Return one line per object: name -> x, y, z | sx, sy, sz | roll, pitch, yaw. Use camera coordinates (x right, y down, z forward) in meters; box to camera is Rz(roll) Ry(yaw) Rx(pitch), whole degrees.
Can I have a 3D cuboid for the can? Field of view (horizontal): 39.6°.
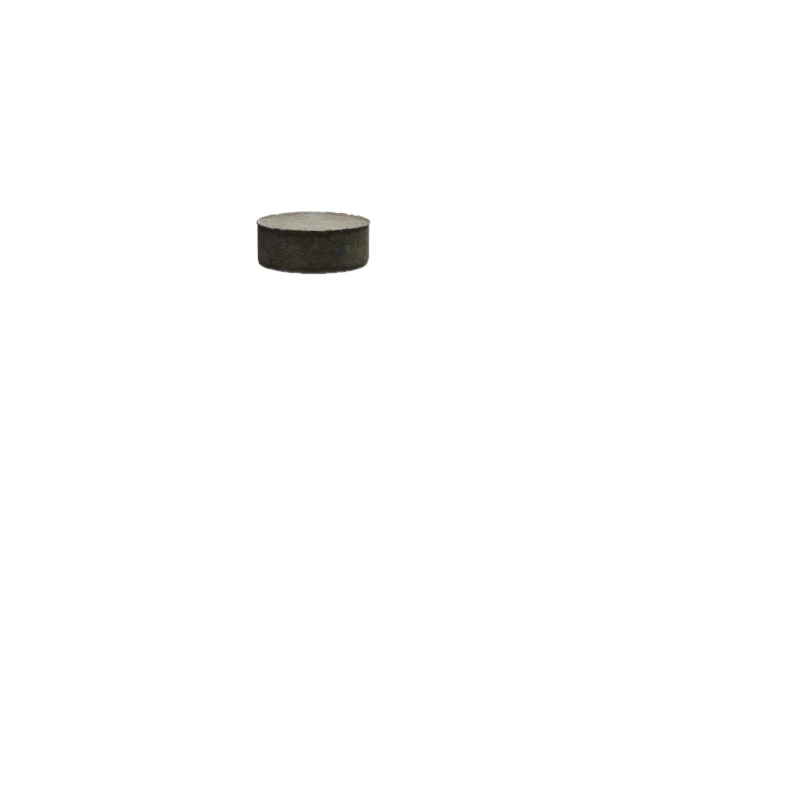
can -> -0.065, -0.119, 0.837 | 0.086, 0.032, 0.089 | -1, 17, -2
